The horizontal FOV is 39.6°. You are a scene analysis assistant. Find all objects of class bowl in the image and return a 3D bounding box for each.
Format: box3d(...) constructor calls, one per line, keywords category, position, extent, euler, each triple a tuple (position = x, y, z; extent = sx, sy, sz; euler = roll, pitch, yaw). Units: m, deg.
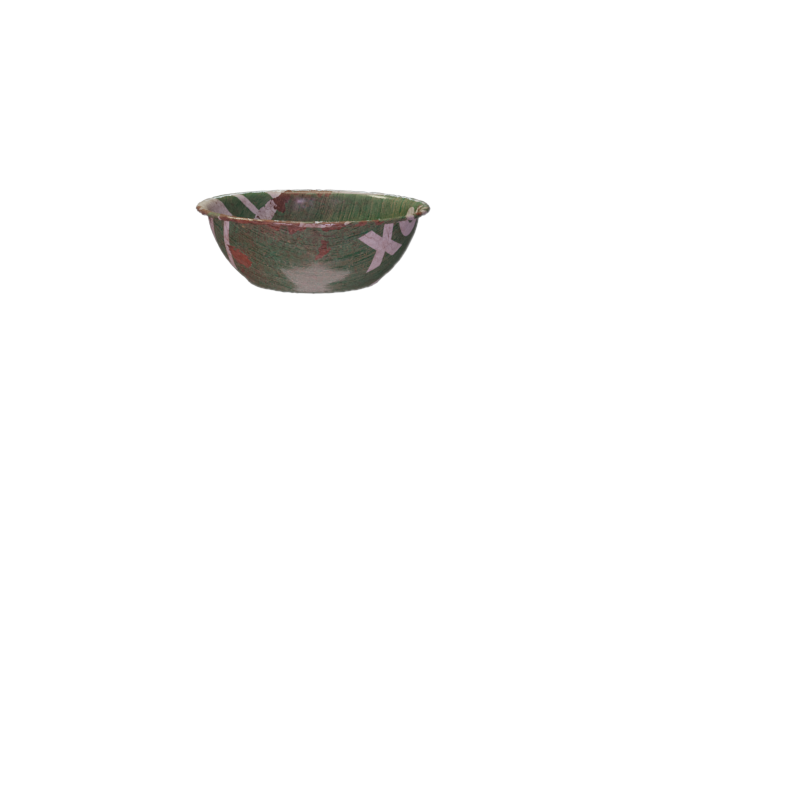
box3d(category="bowl", position=(-0.060, -0.110, 0.771), extent=(0.162, 0.053, 0.168), euler=(-1, 17, -2))
